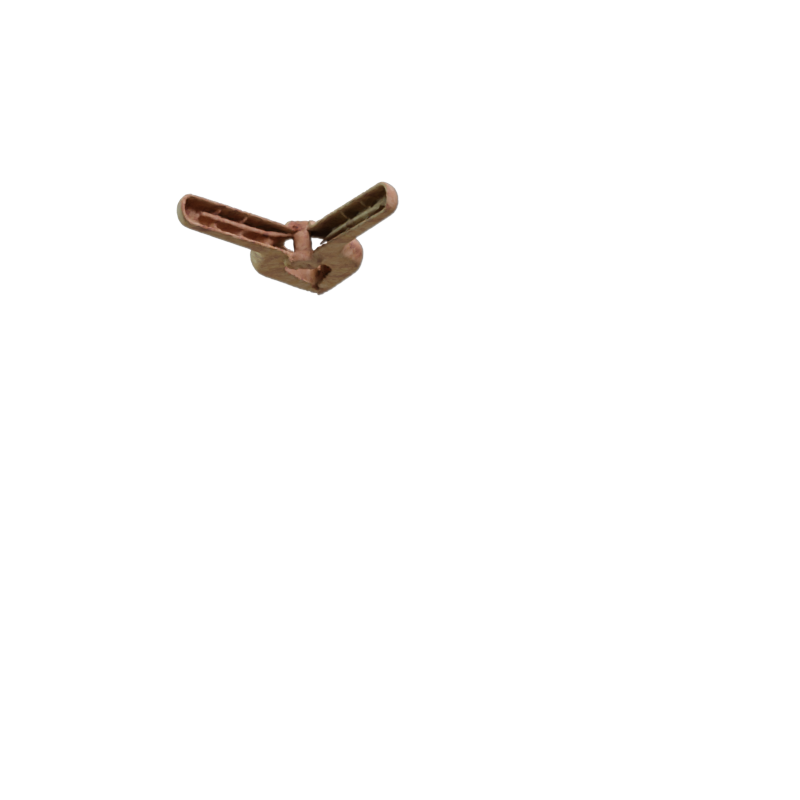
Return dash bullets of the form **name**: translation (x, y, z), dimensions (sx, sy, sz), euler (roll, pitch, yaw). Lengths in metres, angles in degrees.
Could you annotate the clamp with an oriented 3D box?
- **clamp**: translation (-0.070, -0.128, 0.898), dimensions (0.167, 0.038, 0.199), euler (-2, -12, 11)
